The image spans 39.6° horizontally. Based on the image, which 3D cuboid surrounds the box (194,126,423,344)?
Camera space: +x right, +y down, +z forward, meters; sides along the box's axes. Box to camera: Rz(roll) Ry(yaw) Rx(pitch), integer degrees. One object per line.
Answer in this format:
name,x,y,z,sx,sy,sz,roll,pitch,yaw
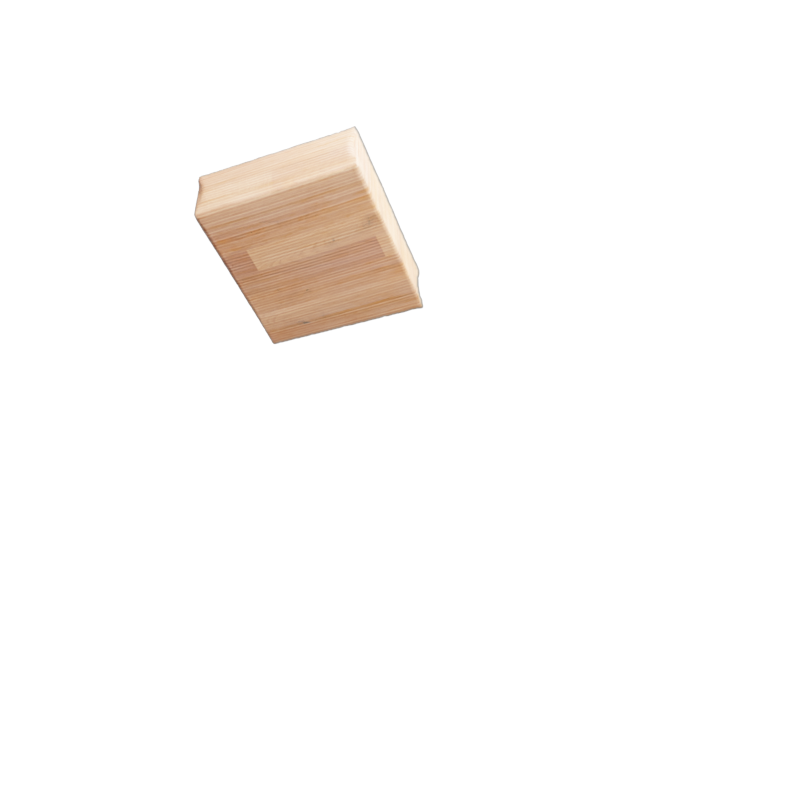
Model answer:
box,-0.038,-0.069,0.485,0.074,0.032,0.082,-15,-45,14
